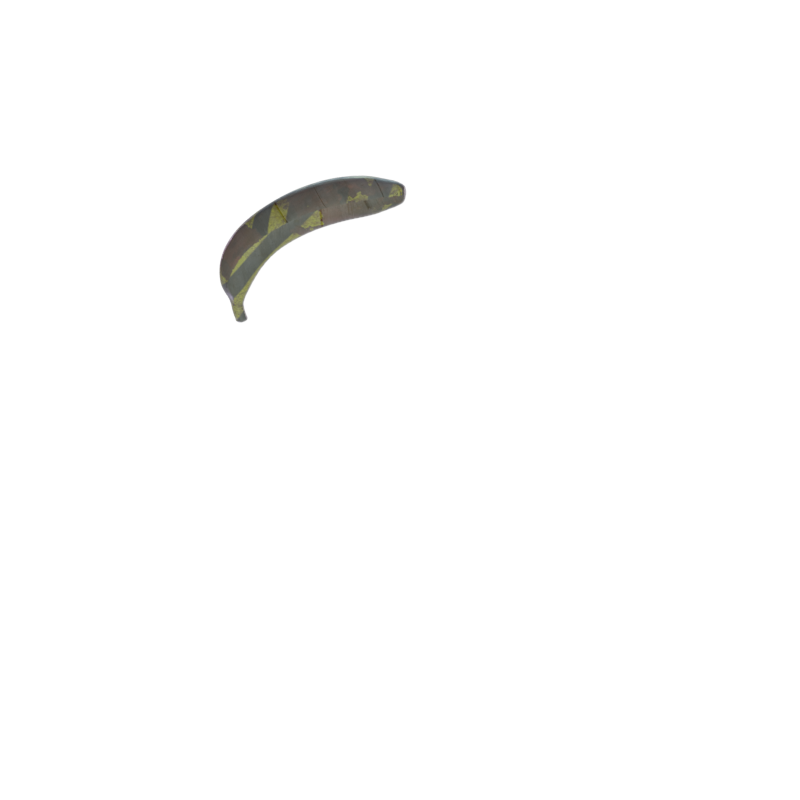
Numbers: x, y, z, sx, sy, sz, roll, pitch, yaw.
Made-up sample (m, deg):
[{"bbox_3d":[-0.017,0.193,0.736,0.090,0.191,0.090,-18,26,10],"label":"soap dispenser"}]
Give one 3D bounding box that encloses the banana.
[{"bbox_3d":[-0.089,-0.142,0.937,0.196,0.039,0.065,-33,-56,25],"label":"banana"}]
